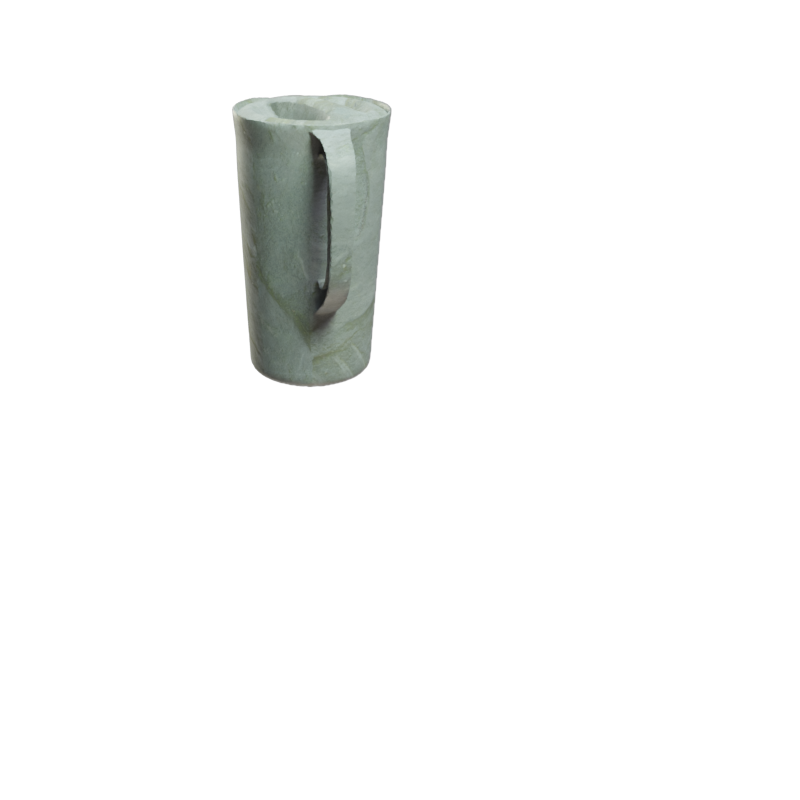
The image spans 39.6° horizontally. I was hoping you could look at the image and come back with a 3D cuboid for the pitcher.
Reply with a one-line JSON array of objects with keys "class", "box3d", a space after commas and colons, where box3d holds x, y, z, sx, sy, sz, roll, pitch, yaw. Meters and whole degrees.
[{"class": "pitcher", "box3d": [-0.074, -0.136, 0.950, 0.151, 0.233, 0.150, 12, 23, 26]}]
